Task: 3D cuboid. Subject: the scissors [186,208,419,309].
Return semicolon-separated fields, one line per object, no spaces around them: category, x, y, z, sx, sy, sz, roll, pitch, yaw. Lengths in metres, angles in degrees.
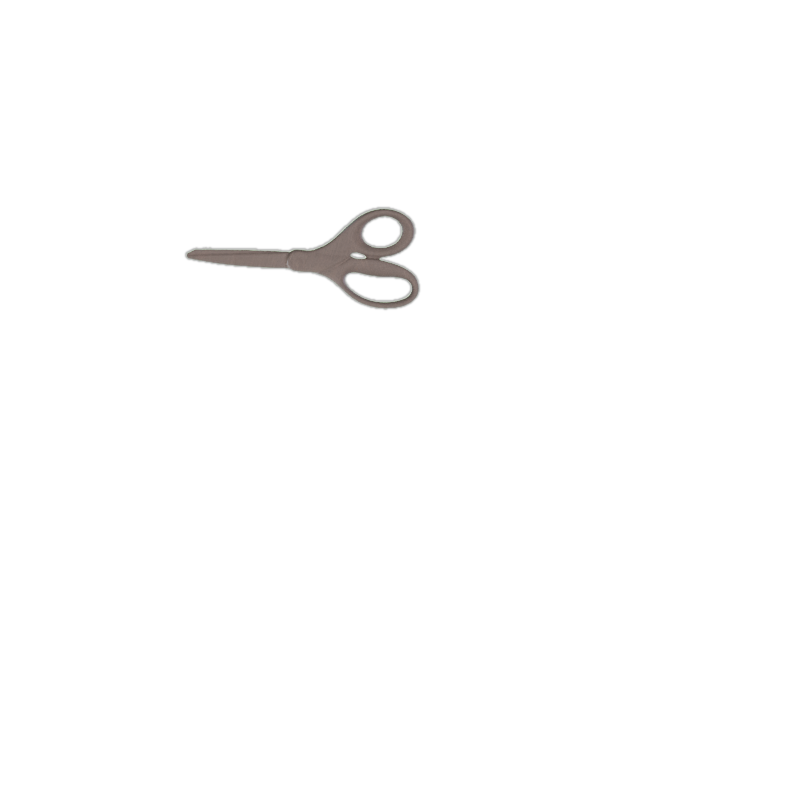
scissors;-0.075;-0.137;0.957;0.200;0.095;0.016;18;8;-3
